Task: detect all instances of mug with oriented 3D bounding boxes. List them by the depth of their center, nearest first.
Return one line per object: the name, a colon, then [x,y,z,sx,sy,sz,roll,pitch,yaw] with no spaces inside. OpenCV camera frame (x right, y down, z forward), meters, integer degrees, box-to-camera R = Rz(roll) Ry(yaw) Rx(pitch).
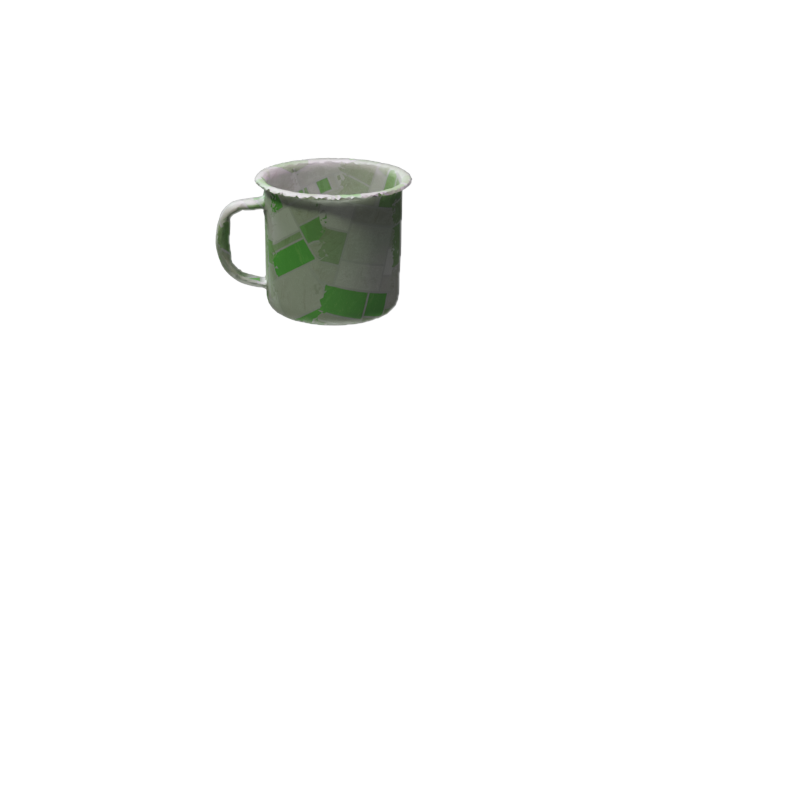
mug: [-0.052,-0.095,0.667,0.116,0.078,0.099,-3,23,-9]
